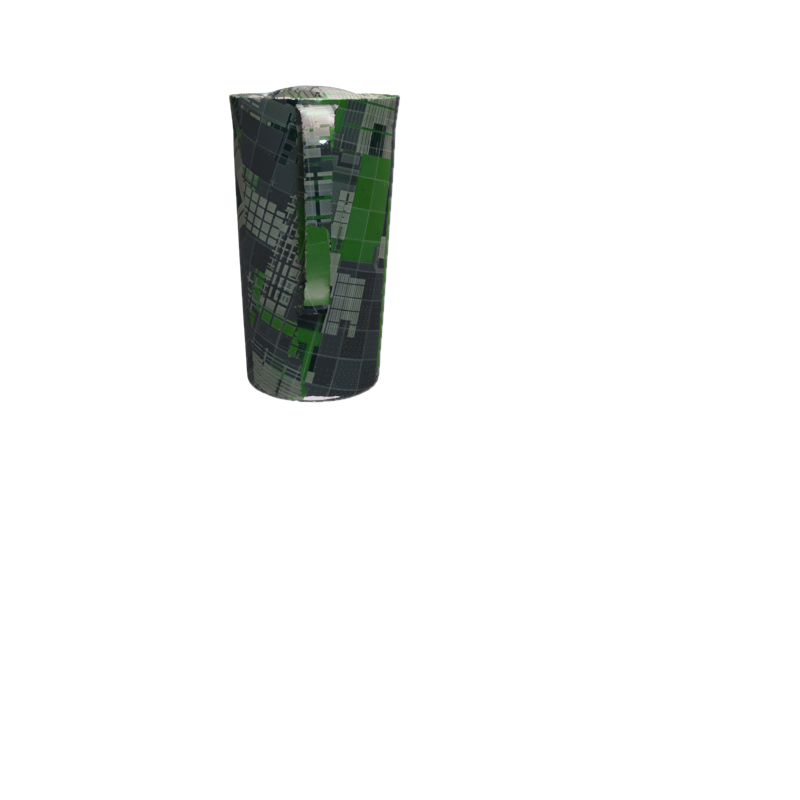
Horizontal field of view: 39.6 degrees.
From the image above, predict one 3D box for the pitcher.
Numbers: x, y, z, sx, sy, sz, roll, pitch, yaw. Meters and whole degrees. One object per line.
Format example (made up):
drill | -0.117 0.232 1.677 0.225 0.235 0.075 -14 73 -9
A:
pitcher | -0.068 -0.125 0.874 0.152 0.237 0.146 10 15 39
